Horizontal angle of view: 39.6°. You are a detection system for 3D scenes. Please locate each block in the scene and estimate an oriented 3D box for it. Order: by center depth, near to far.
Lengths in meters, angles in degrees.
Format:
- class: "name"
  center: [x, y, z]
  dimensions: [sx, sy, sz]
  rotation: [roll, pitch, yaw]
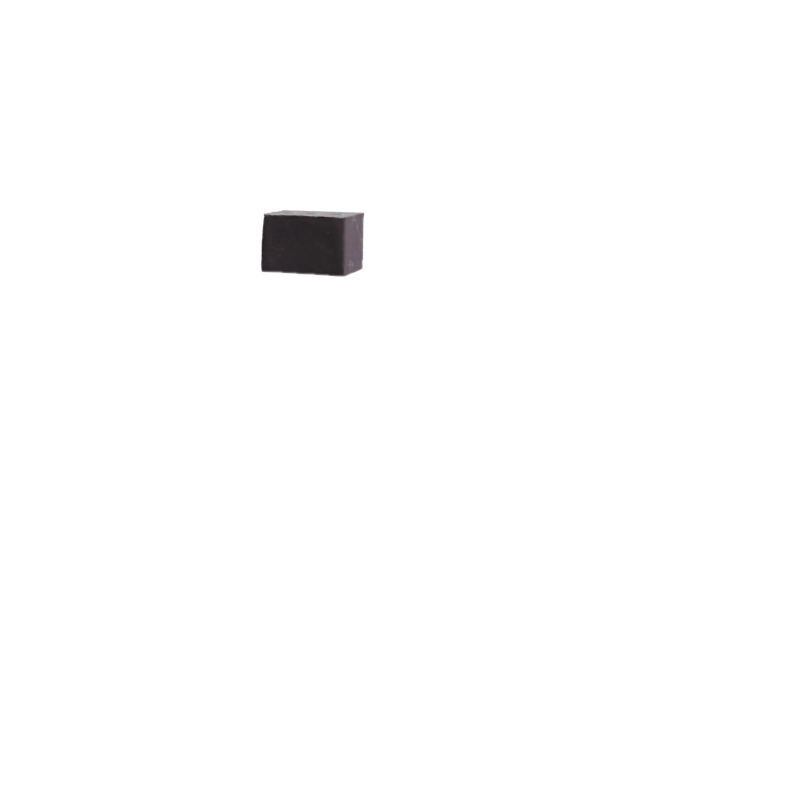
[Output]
- class: "block"
  center: [-0.075, -0.138, 0.964]
  dimensions: [0.080, 0.050, 0.052]
  rotation: [4, 12, 19]
